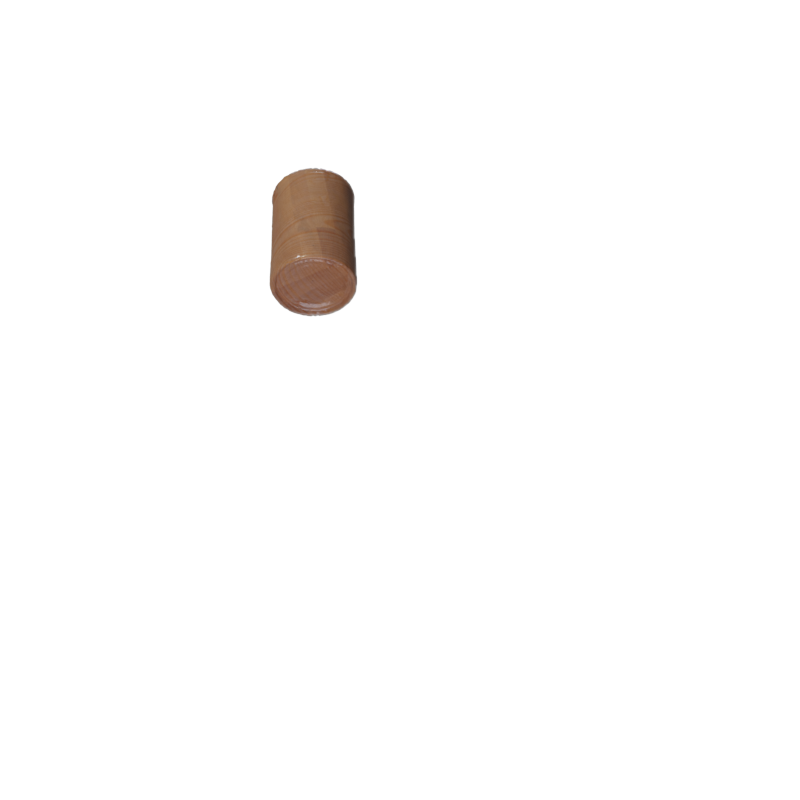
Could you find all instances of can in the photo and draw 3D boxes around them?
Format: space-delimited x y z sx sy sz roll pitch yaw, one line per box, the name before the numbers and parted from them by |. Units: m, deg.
can | -0.069 -0.125 0.875 0.068 0.110 0.064 -1 -43 -3
